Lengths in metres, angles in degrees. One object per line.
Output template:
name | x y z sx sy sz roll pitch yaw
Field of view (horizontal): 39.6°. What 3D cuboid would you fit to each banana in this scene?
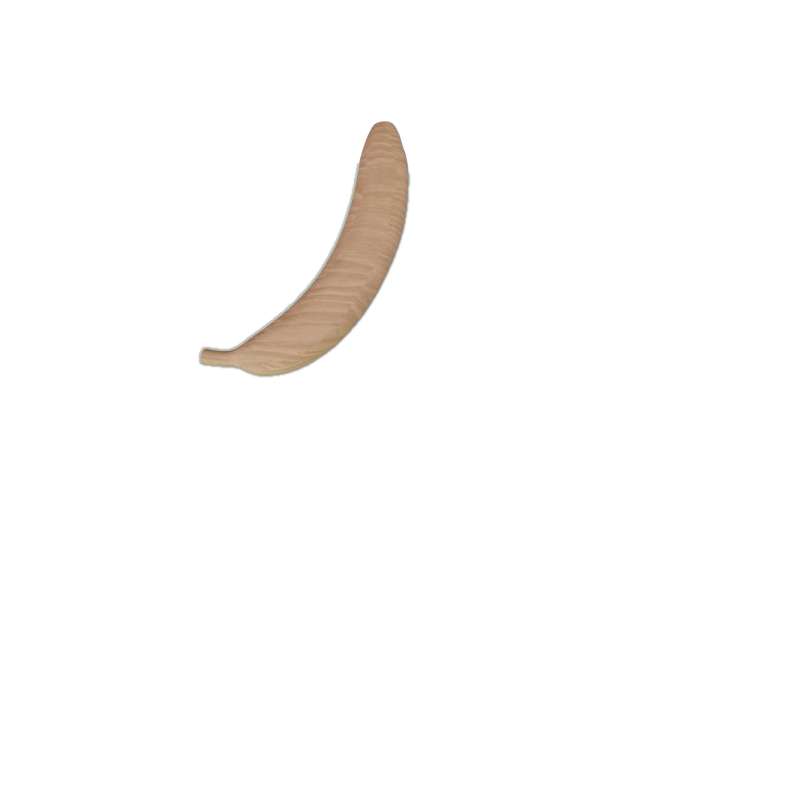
banana | -0.042 -0.086 0.697 0.071 0.200 0.036 35 -11 6
